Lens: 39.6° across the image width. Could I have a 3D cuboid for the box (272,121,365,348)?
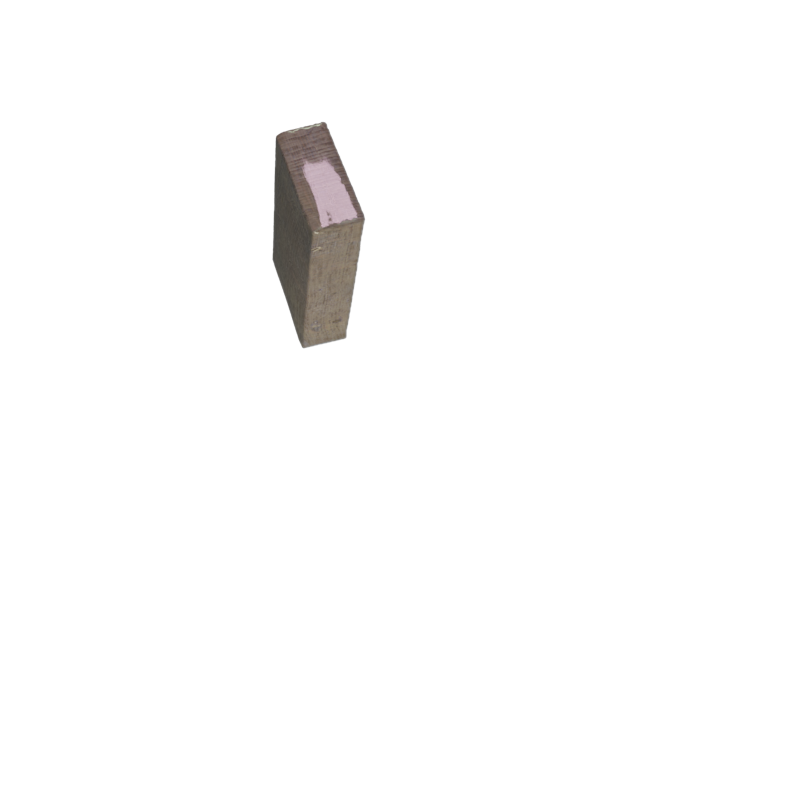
[{"bbox_3d":[-0.067,-0.121,0.849,0.048,0.100,0.166,-15,-25,-11],"label":"box"}]
